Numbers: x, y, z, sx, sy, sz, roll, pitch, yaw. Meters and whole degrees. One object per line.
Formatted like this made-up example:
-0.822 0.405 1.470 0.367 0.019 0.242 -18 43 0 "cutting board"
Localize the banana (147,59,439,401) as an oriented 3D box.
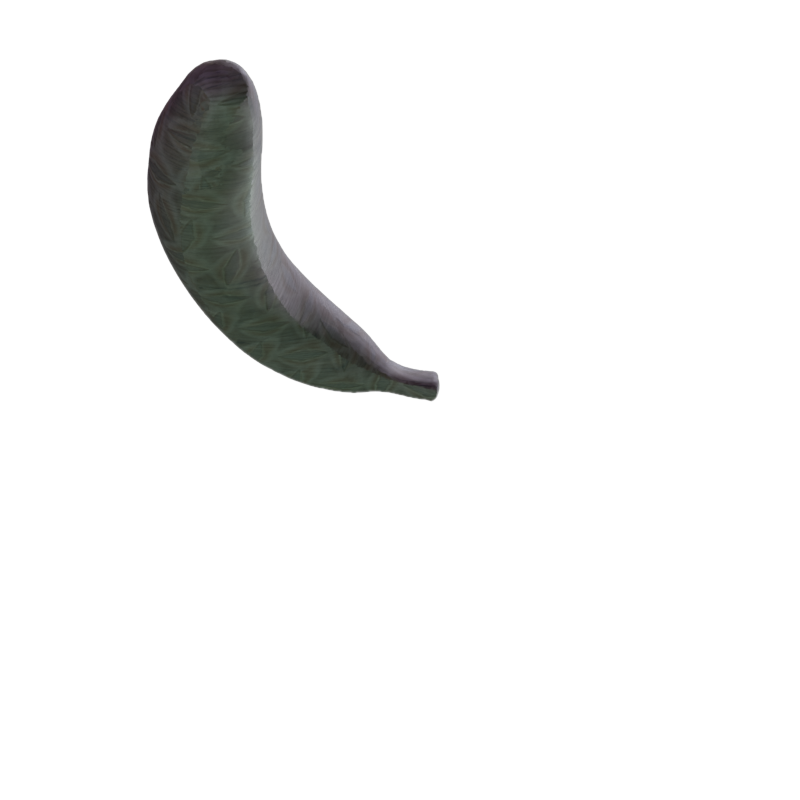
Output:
-0.046 -0.050 0.389 0.070 0.039 0.183 -11 -30 17 "banana"
